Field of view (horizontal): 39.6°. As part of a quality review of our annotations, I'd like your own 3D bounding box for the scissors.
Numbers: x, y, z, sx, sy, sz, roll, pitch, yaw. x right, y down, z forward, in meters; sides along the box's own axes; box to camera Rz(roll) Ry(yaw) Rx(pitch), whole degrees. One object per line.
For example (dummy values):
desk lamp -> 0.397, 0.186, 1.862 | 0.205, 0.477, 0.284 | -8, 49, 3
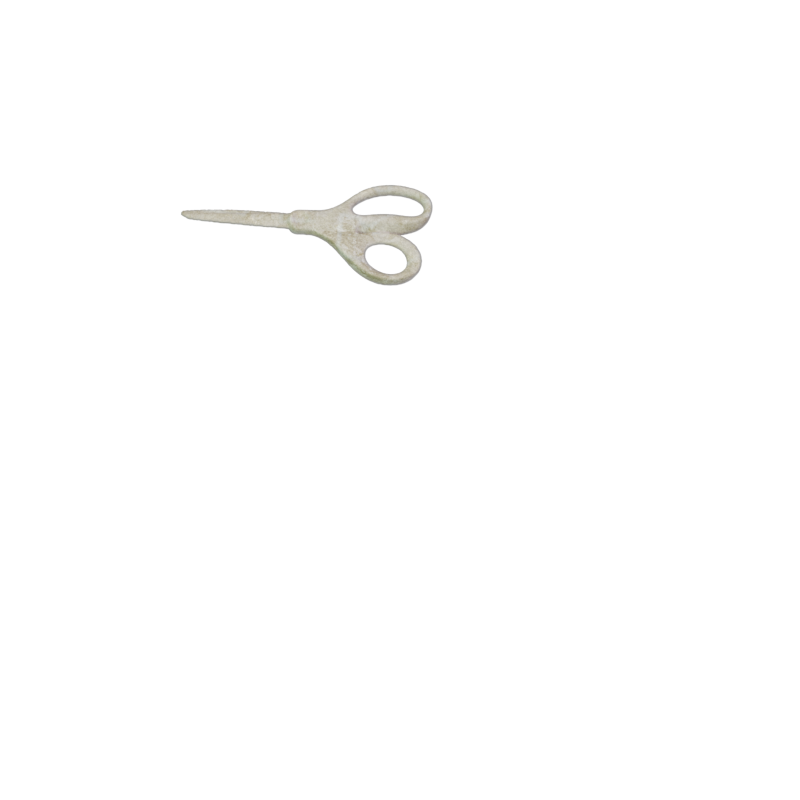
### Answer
scissors -> -0.070, -0.127, 0.888 | 0.201, 0.102, 0.015 | -10, -26, -5
